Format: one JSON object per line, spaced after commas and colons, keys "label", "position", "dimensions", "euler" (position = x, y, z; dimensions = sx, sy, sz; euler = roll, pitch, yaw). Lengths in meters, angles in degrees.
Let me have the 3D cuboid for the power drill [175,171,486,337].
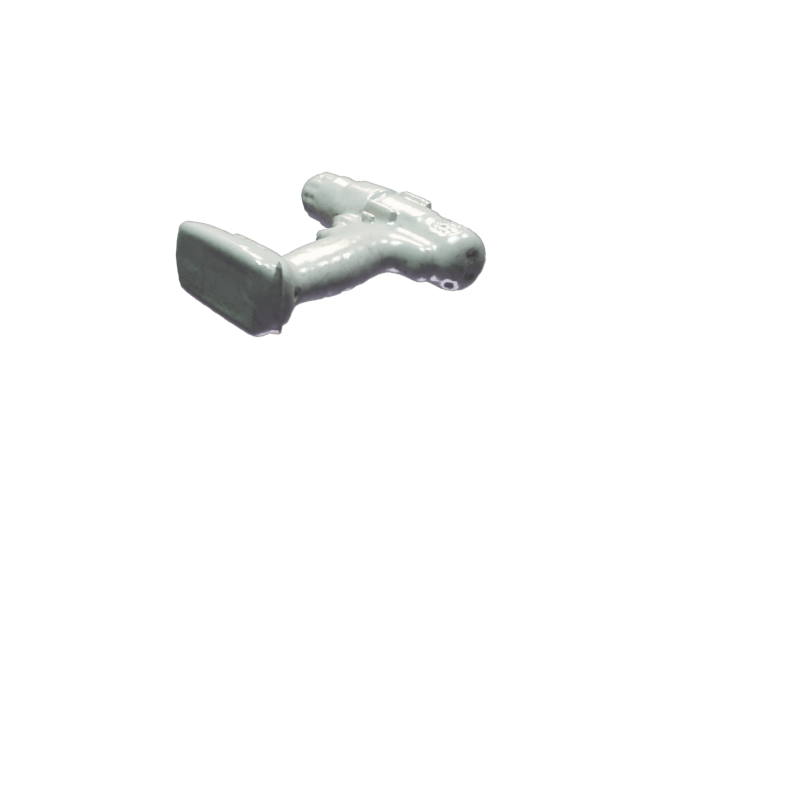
{"label": "power drill", "position": [-0.062, -0.113, 0.791], "dimensions": [0.185, 0.054, 0.197], "euler": [-21, 34, -34]}
